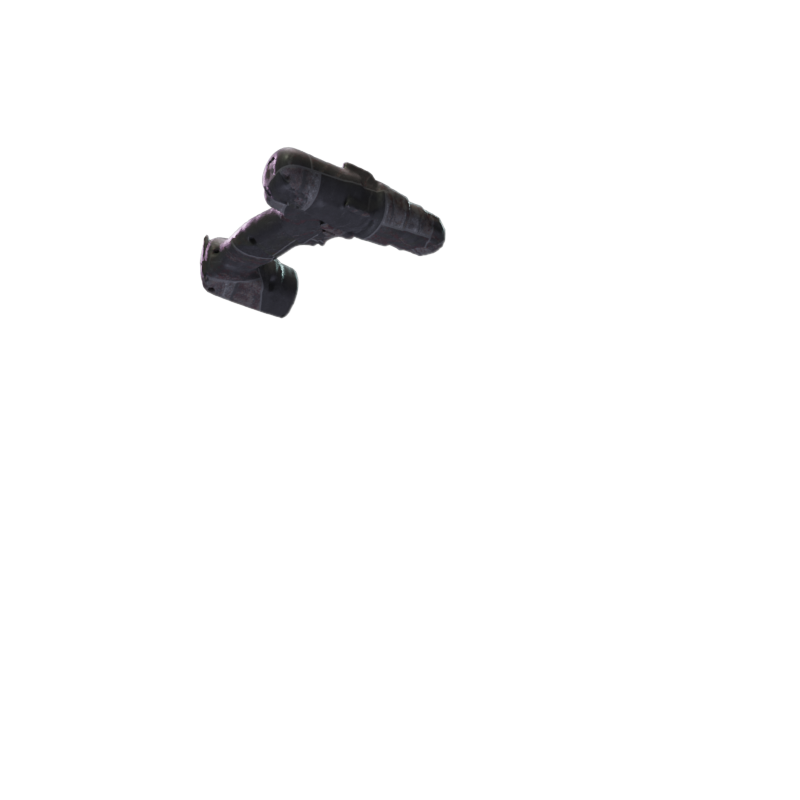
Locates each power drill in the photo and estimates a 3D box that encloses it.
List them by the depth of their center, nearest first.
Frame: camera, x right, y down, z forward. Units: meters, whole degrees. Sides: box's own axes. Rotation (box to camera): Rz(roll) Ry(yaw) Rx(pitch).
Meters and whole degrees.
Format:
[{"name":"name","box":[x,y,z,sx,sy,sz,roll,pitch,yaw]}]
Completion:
[{"name":"power drill","box":[-0.078,-0.142,0.997,0.174,0.061,0.185,22,-38,-32]}]
